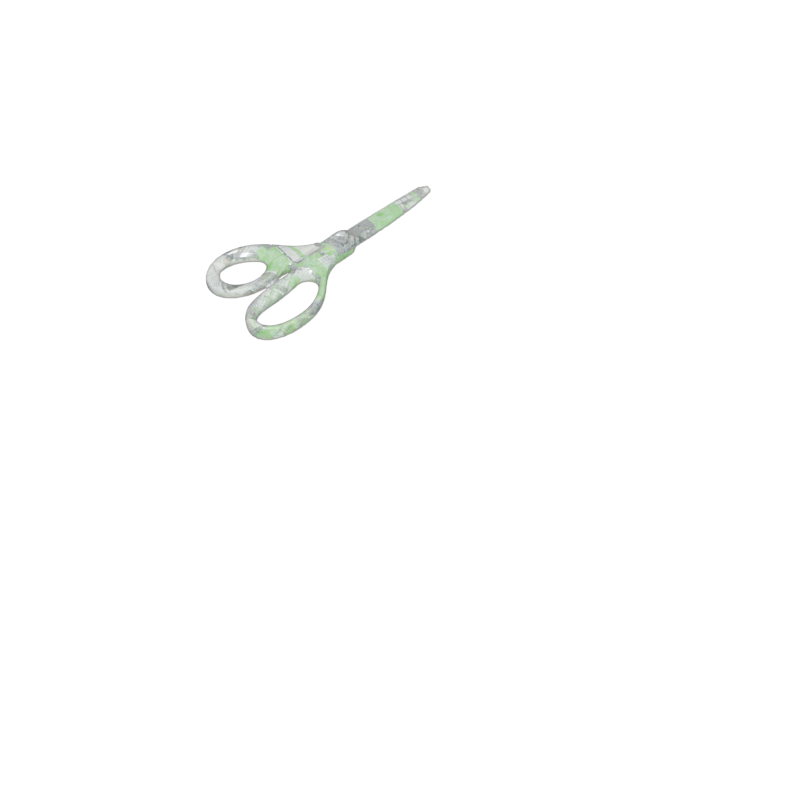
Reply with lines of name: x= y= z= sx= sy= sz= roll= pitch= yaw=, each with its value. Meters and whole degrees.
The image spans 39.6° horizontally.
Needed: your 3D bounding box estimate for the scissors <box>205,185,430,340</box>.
scissors: x=-0.063 y=-0.116 z=0.810 sx=0.100 sy=0.015 sz=0.208 roll=19 pitch=48 yaw=19
